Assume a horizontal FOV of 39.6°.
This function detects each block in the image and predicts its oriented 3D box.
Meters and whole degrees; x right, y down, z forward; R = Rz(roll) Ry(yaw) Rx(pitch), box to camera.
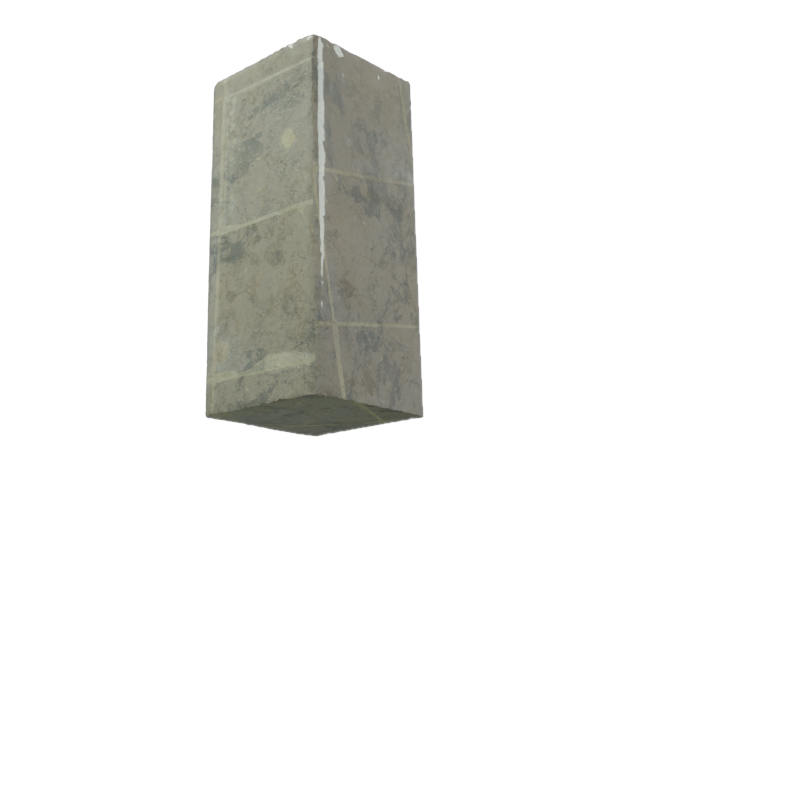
[{"bbox_3d":[-0.051,-0.092,0.646,0.092,0.215,0.085,-17,-24,40],"label":"block"}]
